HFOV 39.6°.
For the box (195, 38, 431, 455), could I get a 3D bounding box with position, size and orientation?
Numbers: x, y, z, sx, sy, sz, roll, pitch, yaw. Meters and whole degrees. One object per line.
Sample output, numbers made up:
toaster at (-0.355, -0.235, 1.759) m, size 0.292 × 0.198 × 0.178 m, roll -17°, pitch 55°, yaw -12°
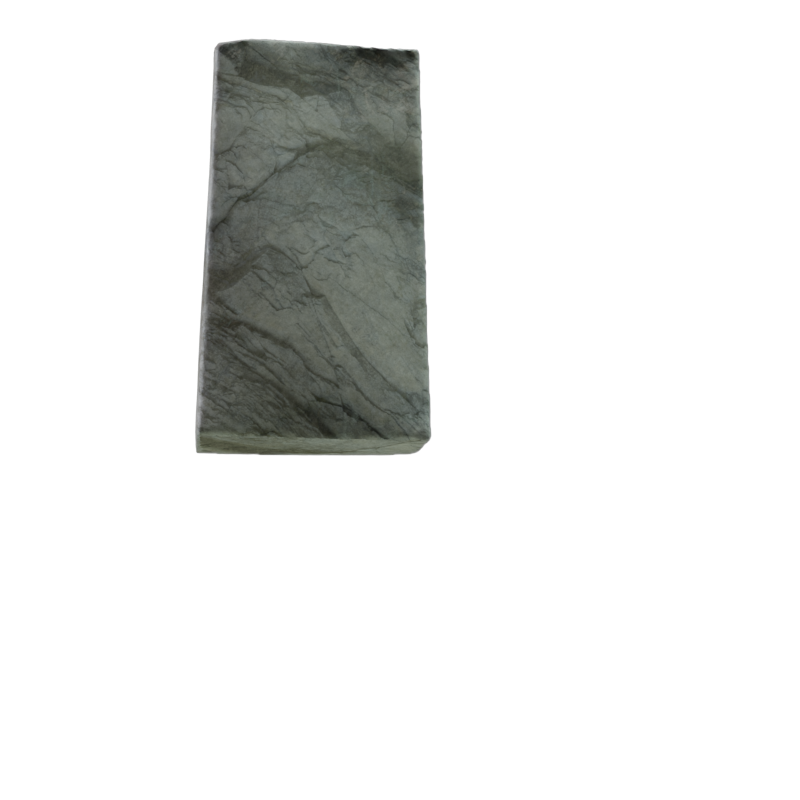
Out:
box at (-0.037, -0.067, 0.470) m, size 0.092 × 0.184 × 0.046 m, roll 1°, pitch -19°, yaw -7°
